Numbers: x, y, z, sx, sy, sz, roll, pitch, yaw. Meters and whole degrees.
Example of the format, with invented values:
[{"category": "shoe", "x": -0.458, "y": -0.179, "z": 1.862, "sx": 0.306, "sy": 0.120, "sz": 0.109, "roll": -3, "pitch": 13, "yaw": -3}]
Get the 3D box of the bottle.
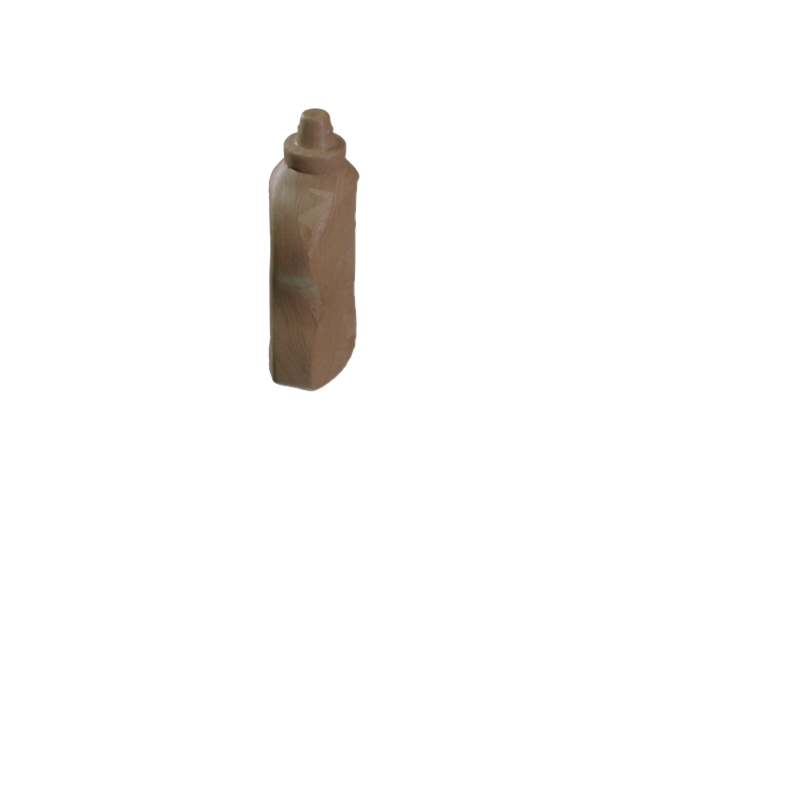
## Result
[{"category": "bottle", "x": -0.059, "y": -0.108, "z": 0.755, "sx": 0.060, "sy": 0.180, "sz": 0.100, "roll": 11, "pitch": 35, "yaw": 13}]
